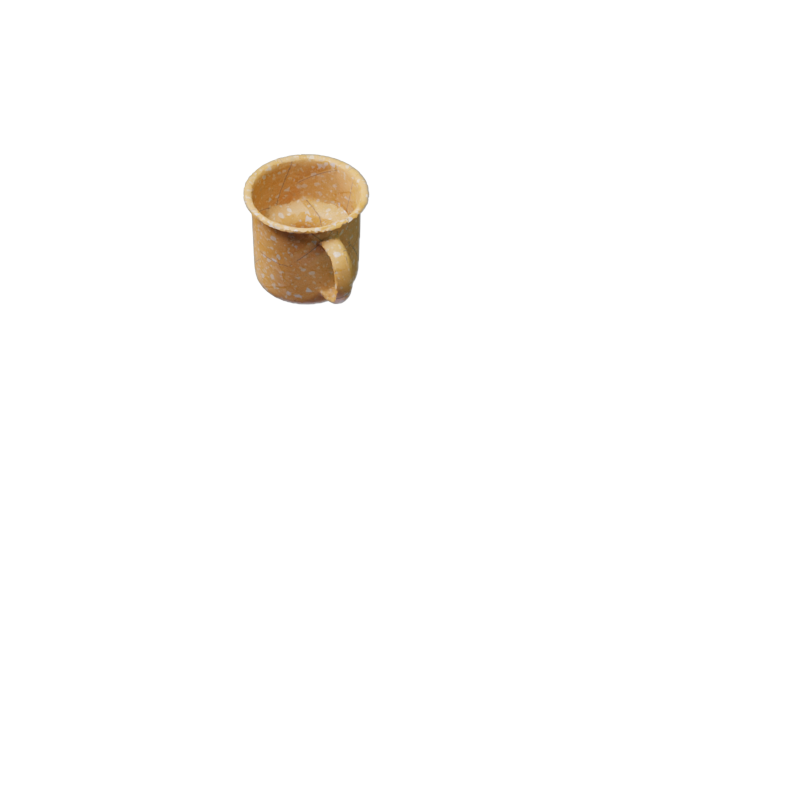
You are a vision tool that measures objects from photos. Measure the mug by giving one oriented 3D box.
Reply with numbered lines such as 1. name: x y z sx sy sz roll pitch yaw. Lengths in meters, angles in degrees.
1. mug: -0.065 -0.119 0.835 0.092 0.076 0.127 -20 49 -20
